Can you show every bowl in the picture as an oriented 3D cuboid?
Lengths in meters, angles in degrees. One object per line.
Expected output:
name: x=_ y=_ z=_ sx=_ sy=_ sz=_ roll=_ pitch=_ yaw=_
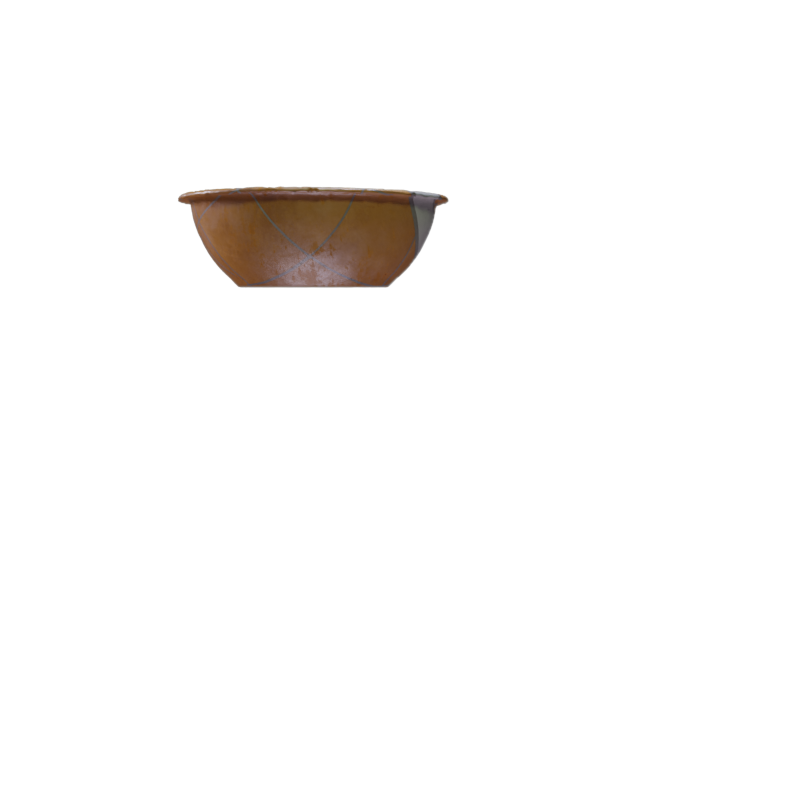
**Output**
bowl: x=-0.052 y=-0.095 z=0.665 sx=0.162 sy=0.055 sz=0.163 roll=0 pitch=5 yaw=-2
